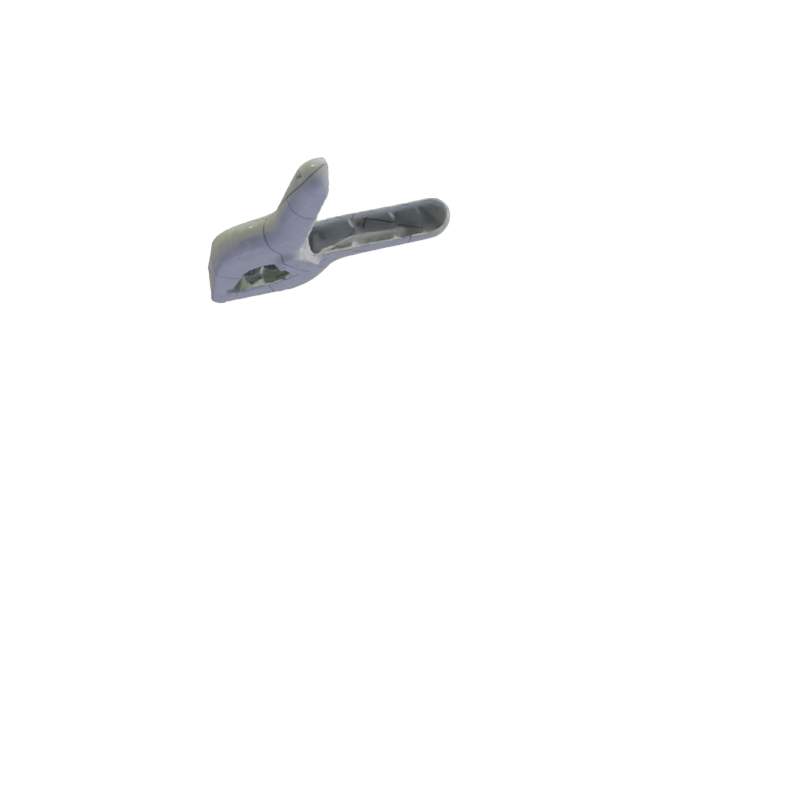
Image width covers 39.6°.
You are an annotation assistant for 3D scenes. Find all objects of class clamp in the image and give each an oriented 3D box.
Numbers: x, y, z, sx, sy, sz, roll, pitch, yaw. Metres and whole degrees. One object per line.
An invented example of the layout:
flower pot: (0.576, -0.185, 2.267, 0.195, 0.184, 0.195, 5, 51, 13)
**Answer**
clamp: (-0.055, -0.101, 0.709, 0.114, 0.041, 0.172, 14, -23, -36)
